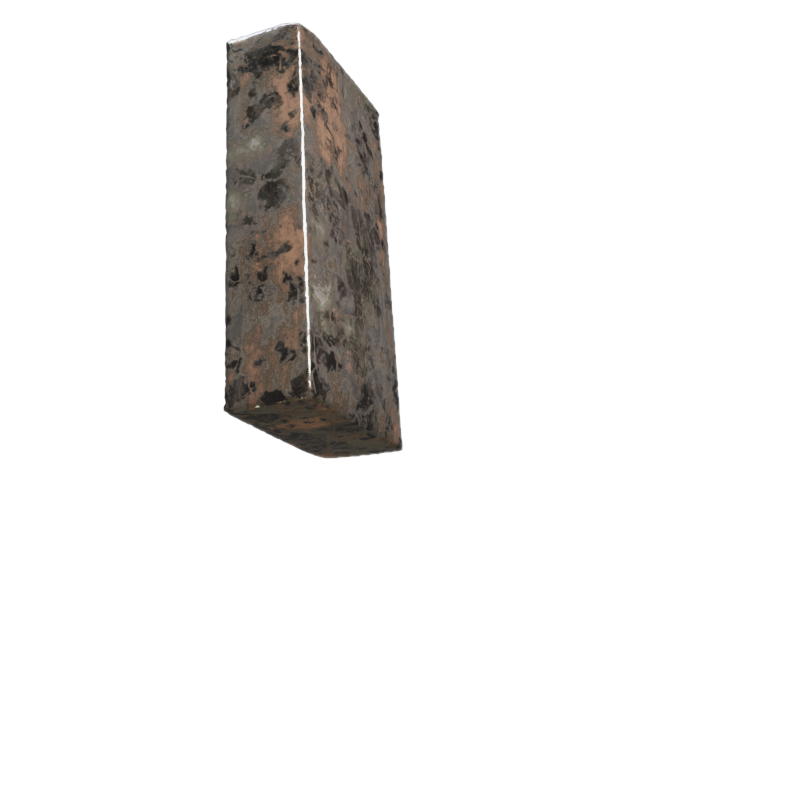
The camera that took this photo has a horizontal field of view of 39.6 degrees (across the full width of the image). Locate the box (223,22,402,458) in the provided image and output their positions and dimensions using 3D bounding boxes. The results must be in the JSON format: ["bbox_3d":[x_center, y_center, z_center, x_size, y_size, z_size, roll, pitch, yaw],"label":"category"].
[{"bbox_3d":[-0.038,-0.070,0.492,0.049,0.186,0.087,-11,-24,21],"label":"box"}]
